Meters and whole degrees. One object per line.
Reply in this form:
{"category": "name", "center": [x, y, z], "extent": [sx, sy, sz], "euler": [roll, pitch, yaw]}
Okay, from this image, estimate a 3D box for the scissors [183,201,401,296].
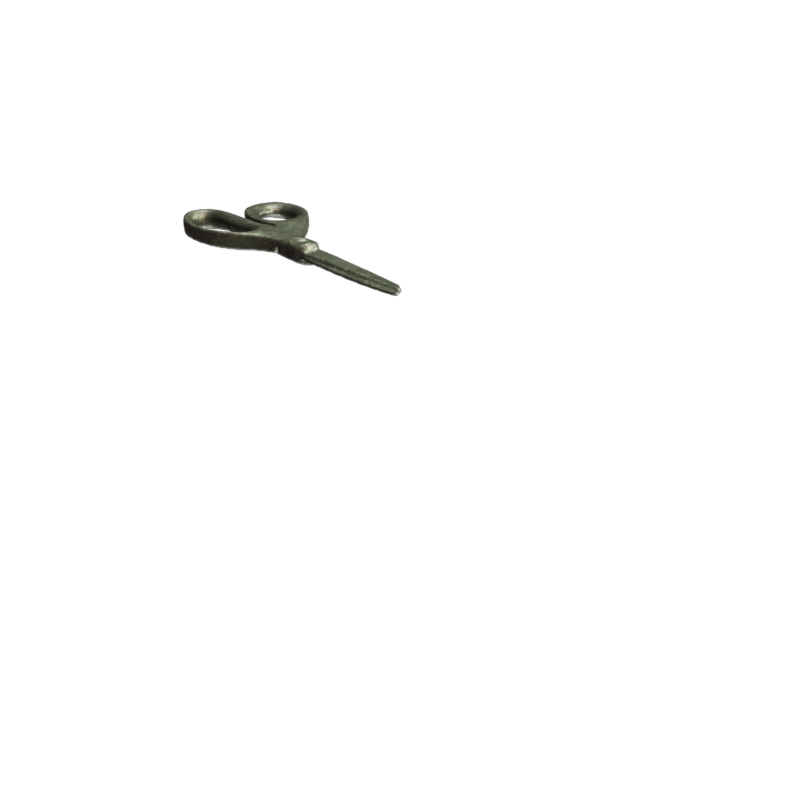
{"category": "scissors", "center": [-0.058, -0.105, 0.739], "extent": [0.213, 0.015, 0.096], "euler": [18, 30, 34]}
